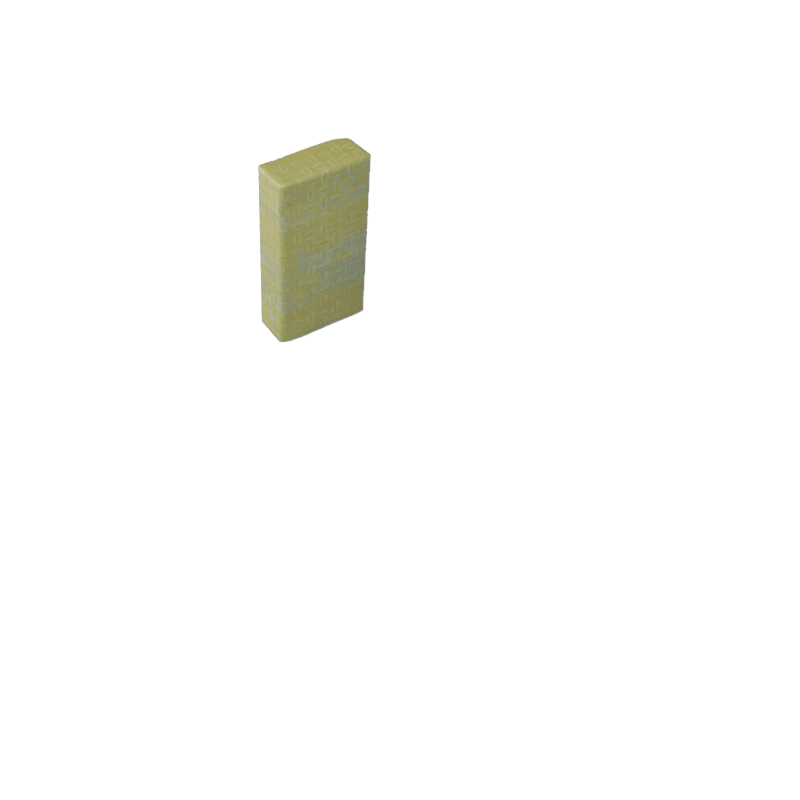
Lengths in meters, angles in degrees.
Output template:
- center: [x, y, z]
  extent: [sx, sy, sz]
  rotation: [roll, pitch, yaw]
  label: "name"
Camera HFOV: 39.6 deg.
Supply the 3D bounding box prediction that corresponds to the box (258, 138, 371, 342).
- center: [-0.077, -0.141, 0.984]
  extent: [0.093, 0.165, 0.052]
  rotation: [-23, 45, -29]
  label: "box"
